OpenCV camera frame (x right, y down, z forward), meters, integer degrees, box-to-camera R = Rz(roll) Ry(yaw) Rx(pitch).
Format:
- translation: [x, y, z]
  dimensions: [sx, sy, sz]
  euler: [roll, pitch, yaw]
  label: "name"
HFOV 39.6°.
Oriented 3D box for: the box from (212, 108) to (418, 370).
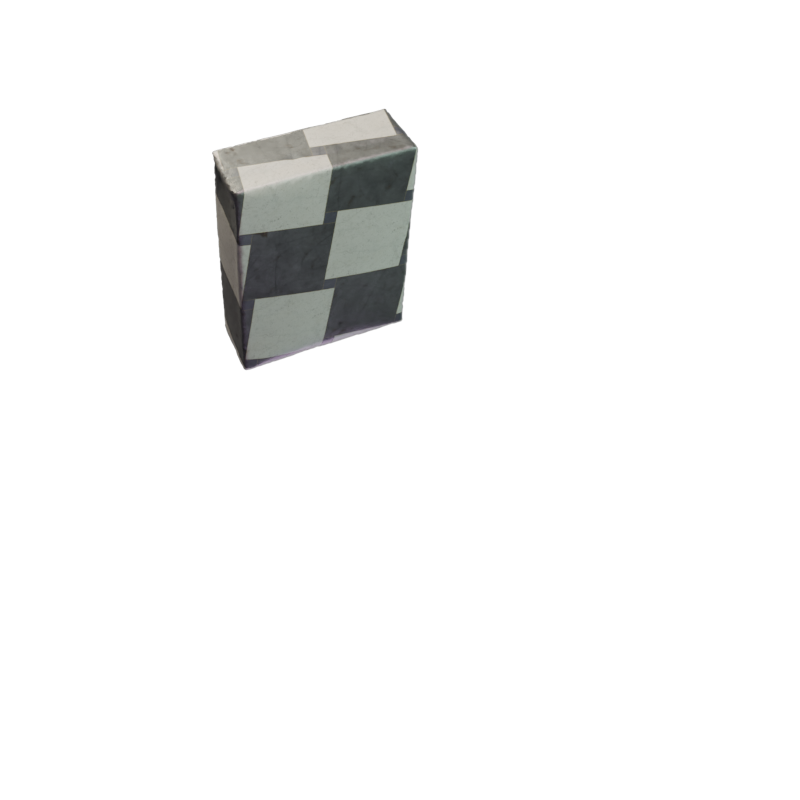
- translation: [-0.077, -0.141, 0.986]
  dimensions: [0.162, 0.199, 0.078]
  euler: [-17, 50, -18]
  label: "box"
